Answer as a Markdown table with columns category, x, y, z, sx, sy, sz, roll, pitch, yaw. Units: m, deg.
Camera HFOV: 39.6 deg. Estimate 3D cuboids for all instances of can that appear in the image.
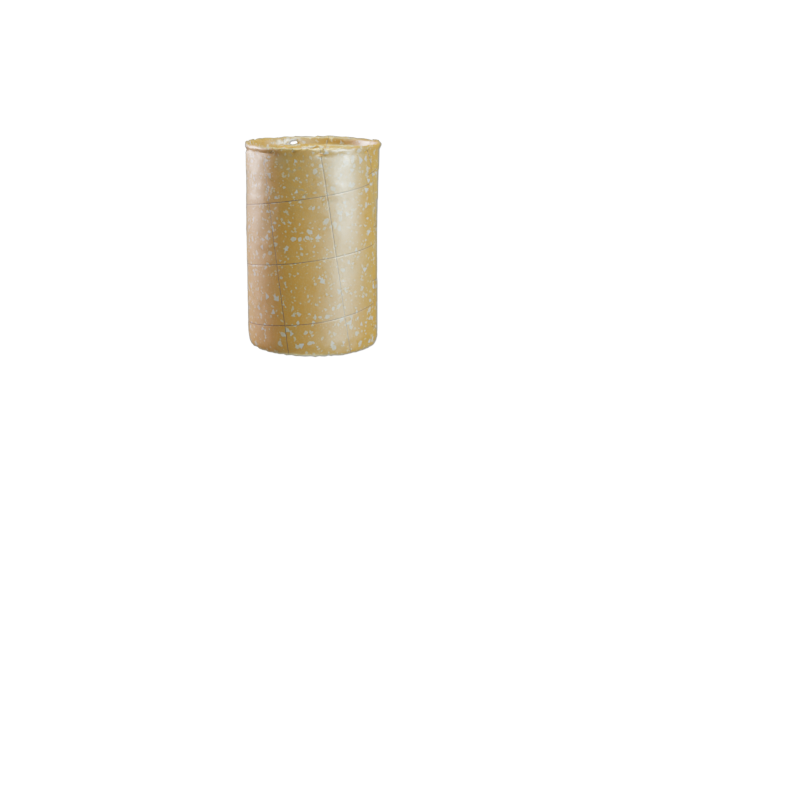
| category | x | y | z | sx | sy | sz | roll | pitch | yaw |
| --- | --- | --- | --- | --- | --- | --- | --- | --- | --- |
| can | -0.044 | -0.080 | 0.559 | 0.068 | 0.099 | 0.071 | 0 | 13 | -2 |
